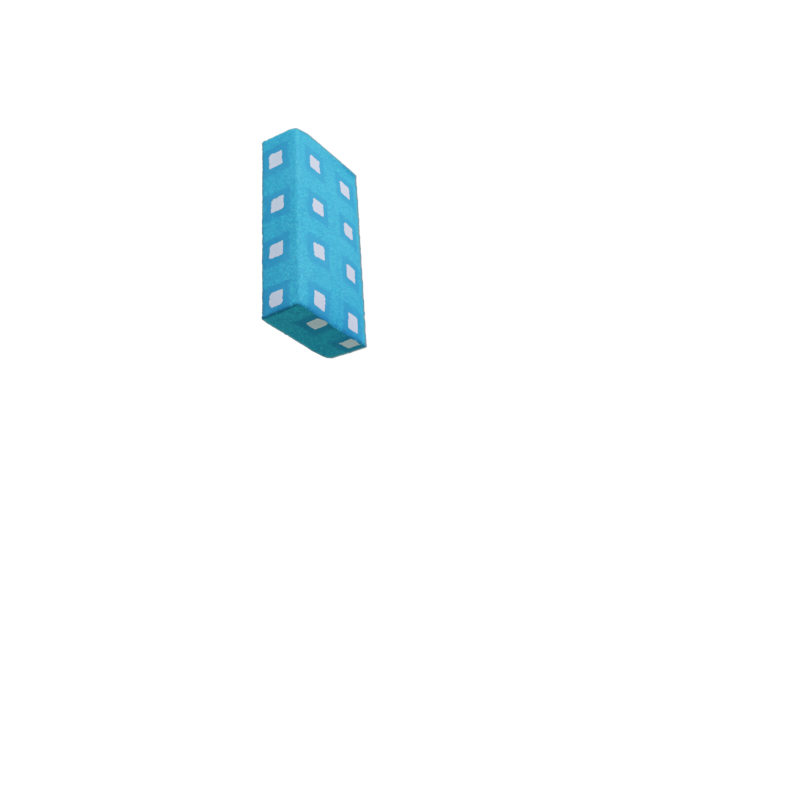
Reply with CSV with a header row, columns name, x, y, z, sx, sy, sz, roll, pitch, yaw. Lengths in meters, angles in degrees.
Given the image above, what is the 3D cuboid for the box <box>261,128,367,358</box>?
name,x,y,z,sx,sy,sz,roll,pitch,yaw
box,-0.072,-0.131,0.919,0.048,0.188,0.087,-20,-34,29
